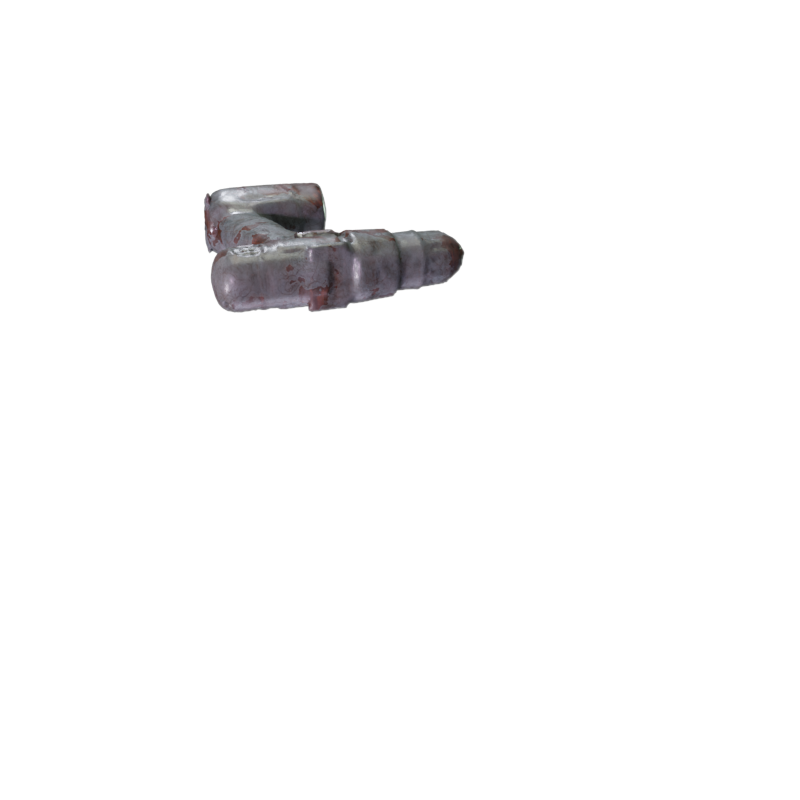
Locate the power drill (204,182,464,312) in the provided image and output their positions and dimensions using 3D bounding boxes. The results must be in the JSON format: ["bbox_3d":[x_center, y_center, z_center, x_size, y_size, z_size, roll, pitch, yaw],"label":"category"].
[{"bbox_3d":[-0.066,-0.121,0.849,0.181,0.055,0.199,-7,22,-18],"label":"power drill"}]
